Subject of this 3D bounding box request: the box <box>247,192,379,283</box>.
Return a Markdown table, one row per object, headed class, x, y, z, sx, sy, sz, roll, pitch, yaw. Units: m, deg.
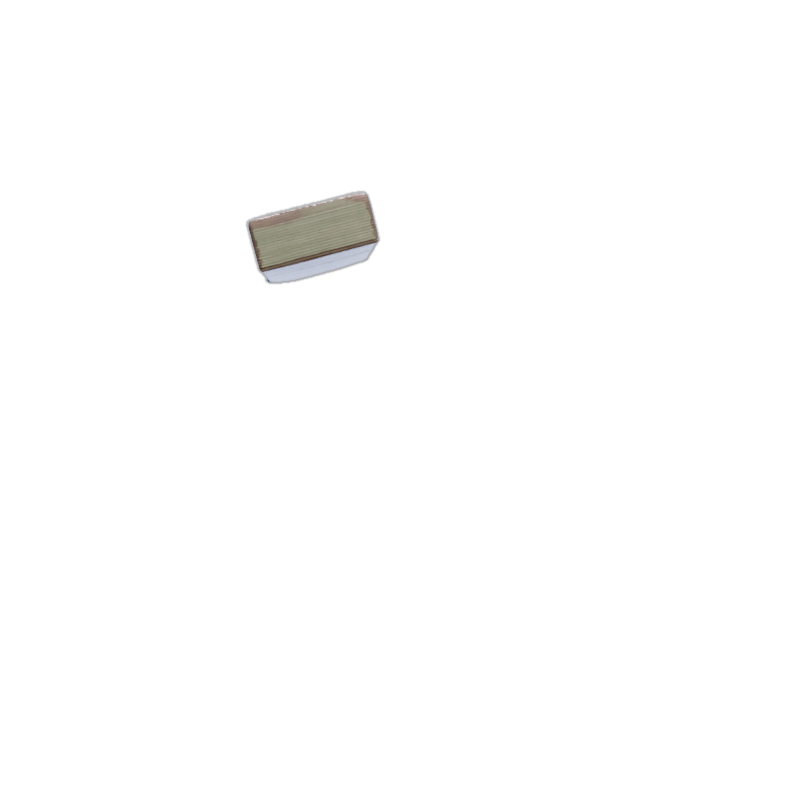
| class | x | y | z | sx | sy | sz | roll | pitch | yaw |
| --- | --- | --- | --- | --- | --- | --- | --- | --- | --- |
| box | -0.070 | -0.128 | 0.891 | 0.093 | 0.048 | 0.175 | -15 | 1 | -4 |
